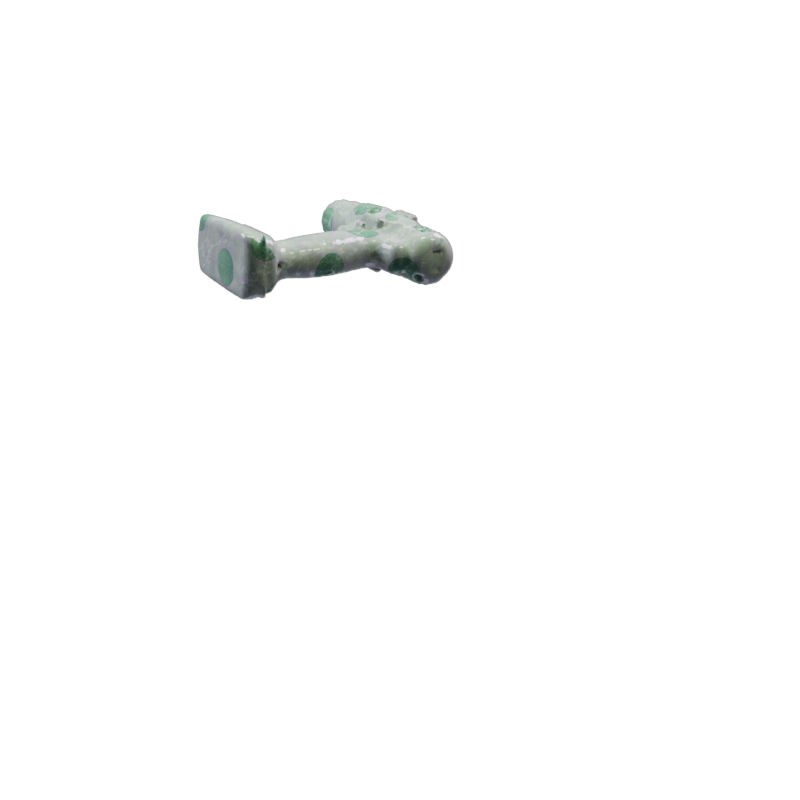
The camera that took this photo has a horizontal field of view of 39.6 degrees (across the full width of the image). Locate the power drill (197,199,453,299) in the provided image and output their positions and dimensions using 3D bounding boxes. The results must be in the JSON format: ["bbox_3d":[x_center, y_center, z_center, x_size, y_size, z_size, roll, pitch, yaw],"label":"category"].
[{"bbox_3d":[-0.075,-0.136,0.956,0.183,0.055,0.196,-11,22,-28],"label":"power drill"}]
